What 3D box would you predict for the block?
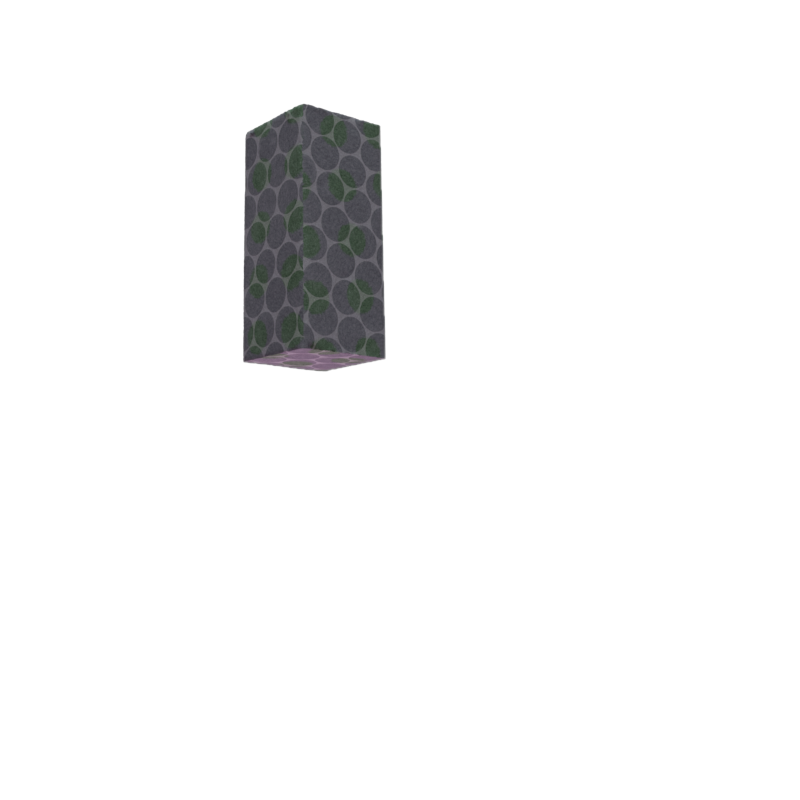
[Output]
[{"bbox_3d":[-0.075,-0.136,0.952,0.086,0.213,0.092,10,-18,-38],"label":"block"}]
